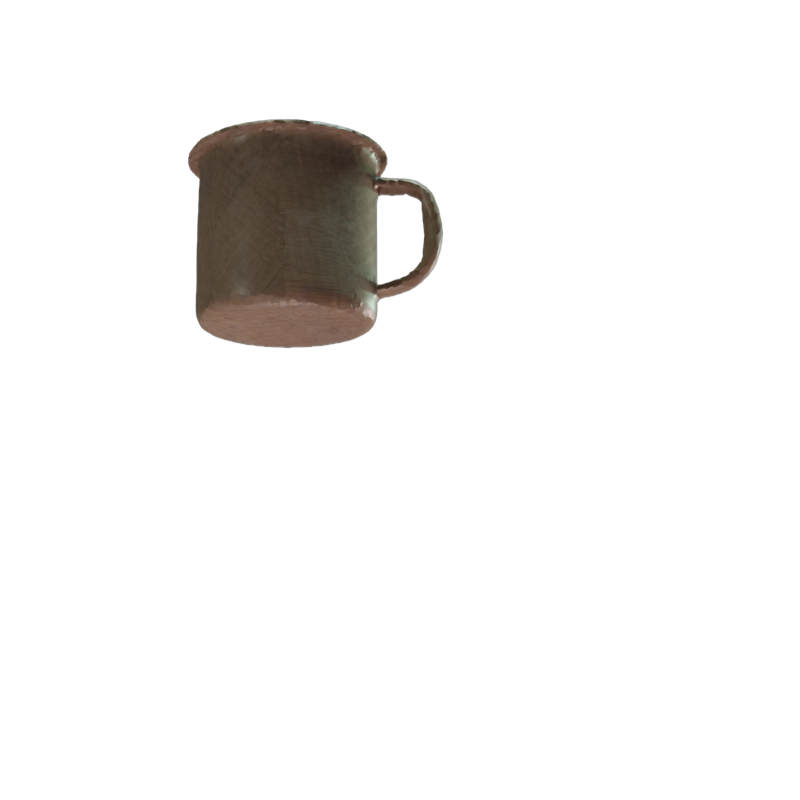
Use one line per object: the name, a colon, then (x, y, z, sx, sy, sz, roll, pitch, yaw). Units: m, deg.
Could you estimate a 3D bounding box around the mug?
mug: (-0.039, -0.072, 0.504, 0.118, 0.085, 0.089, -2, -15, 4)
